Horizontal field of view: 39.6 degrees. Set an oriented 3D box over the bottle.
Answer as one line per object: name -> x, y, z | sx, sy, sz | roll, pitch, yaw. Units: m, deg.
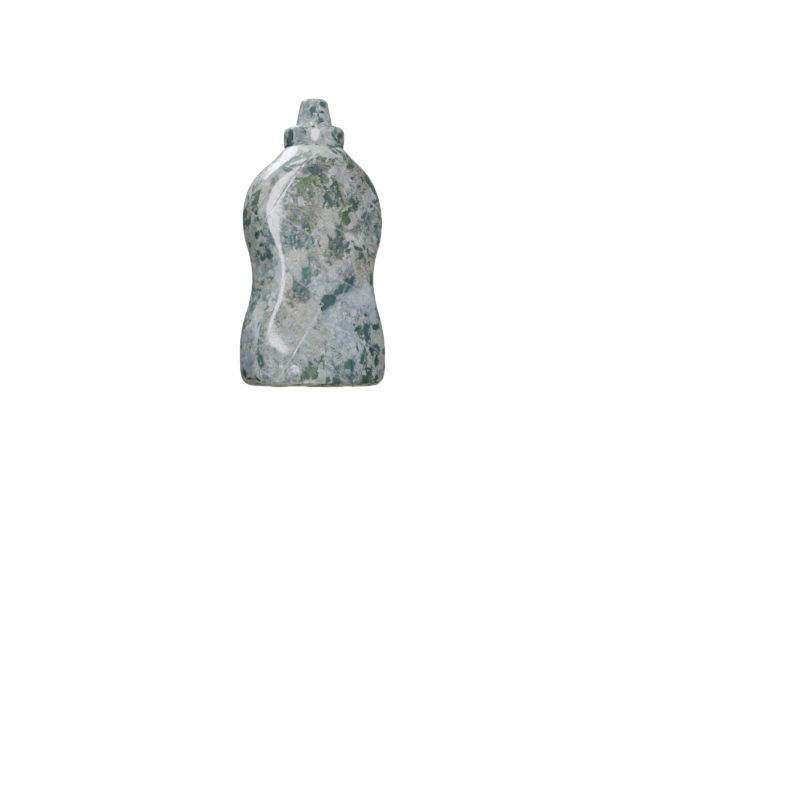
bottle -> -0.058, -0.105, 0.738 | 0.093, 0.195, 0.059 | 3, -8, -28
